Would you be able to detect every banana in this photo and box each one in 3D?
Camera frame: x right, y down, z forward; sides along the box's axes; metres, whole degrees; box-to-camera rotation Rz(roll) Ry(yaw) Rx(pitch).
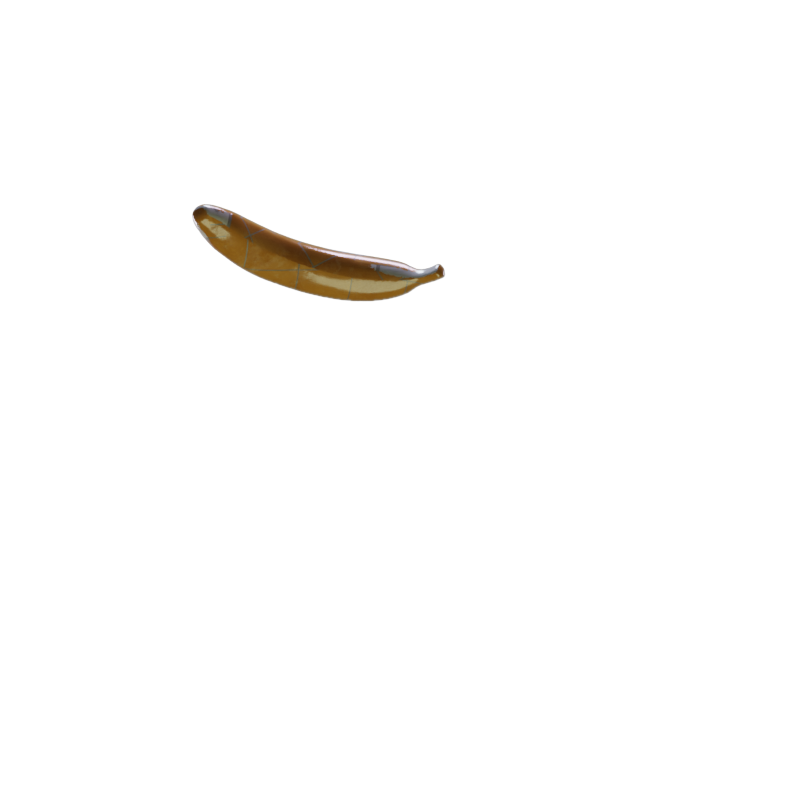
[{"bbox_3d":[-0.069,-0.110,0.851,0.192,0.039,0.067,11,-36,-16],"label":"banana"}]
